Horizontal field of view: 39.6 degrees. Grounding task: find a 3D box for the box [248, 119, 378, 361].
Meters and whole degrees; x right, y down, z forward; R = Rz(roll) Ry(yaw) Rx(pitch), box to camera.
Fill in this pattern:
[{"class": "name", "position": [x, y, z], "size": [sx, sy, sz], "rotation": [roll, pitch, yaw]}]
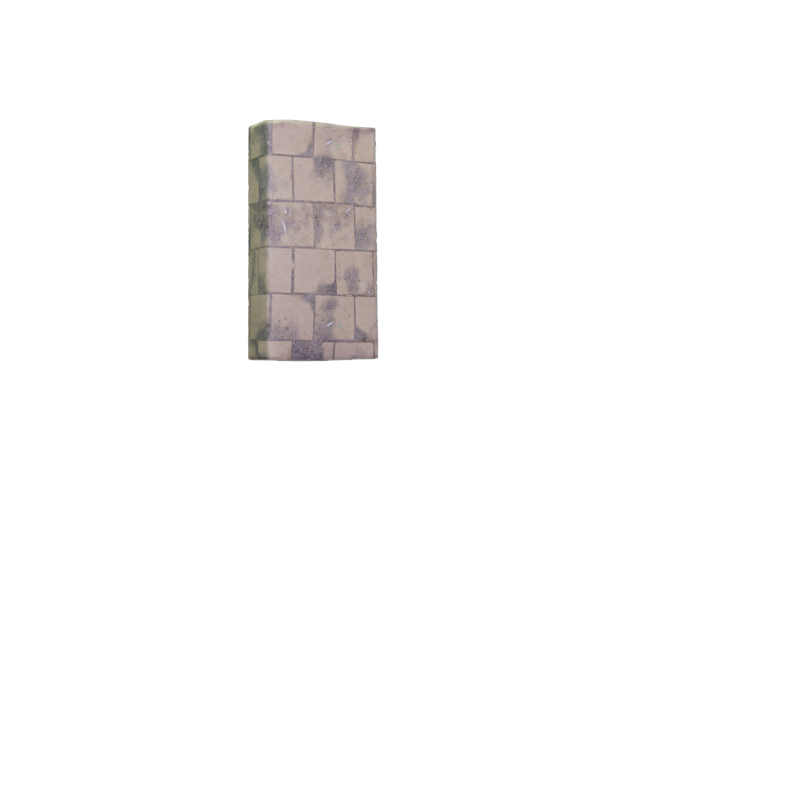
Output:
[{"class": "box", "position": [-0.065, -0.118, 0.829], "size": [0.090, 0.177, 0.049], "rotation": [1, -3, -27]}]
